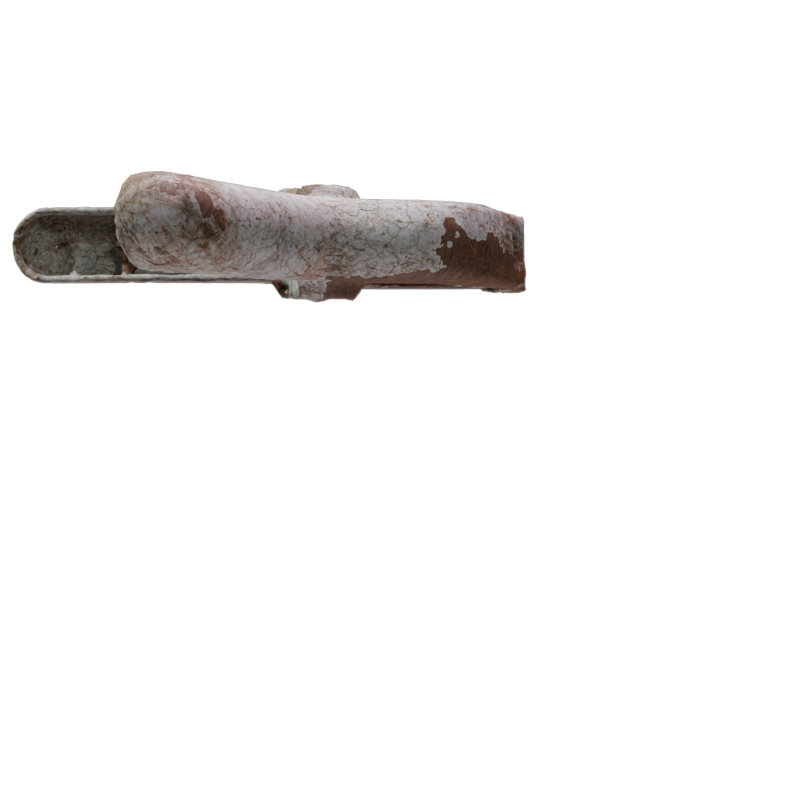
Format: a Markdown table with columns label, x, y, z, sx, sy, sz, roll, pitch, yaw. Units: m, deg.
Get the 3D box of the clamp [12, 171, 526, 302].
| label | x | y | z | sx | sy | sz | roll | pitch | yaw |
| --- | --- | --- | --- | --- | --- | --- | --- | --- | --- |
| clamp | -0.027 | -0.049 | 0.340 | 0.167 | 0.039 | 0.125 | -4 | 10 | -21 |
